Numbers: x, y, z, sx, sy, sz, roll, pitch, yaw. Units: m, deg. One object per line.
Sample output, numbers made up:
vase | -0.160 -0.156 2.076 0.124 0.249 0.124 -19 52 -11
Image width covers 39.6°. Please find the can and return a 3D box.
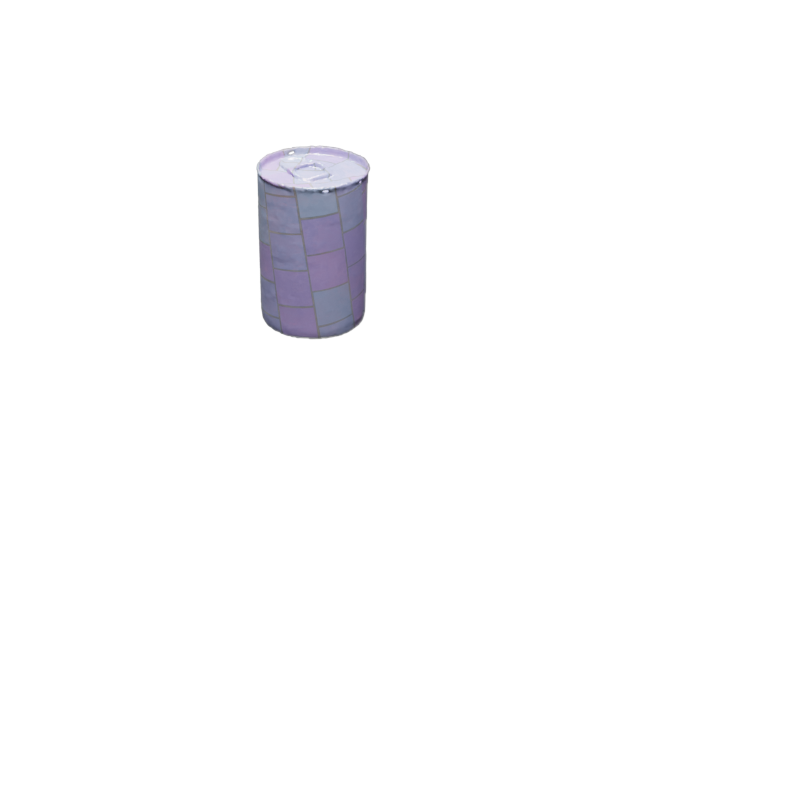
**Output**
can | -0.054 -0.098 0.684 0.068 0.096 0.073 0 29 -2
